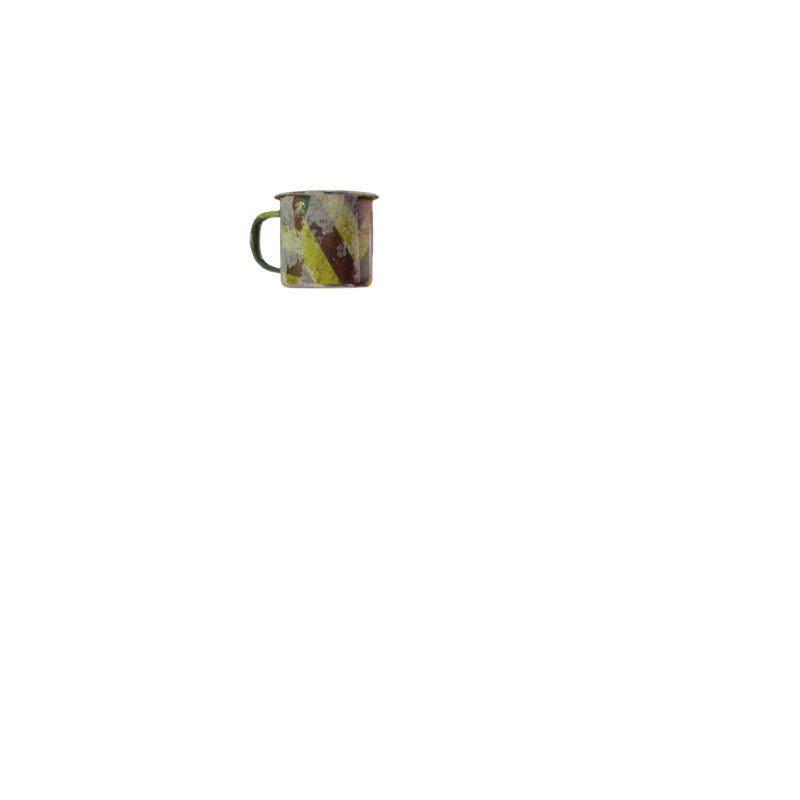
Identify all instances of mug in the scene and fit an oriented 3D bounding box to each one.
[{"bbox_3d":[-0.077,-0.140,0.980,0.119,0.082,0.092,0,1,11],"label":"mug"}]
